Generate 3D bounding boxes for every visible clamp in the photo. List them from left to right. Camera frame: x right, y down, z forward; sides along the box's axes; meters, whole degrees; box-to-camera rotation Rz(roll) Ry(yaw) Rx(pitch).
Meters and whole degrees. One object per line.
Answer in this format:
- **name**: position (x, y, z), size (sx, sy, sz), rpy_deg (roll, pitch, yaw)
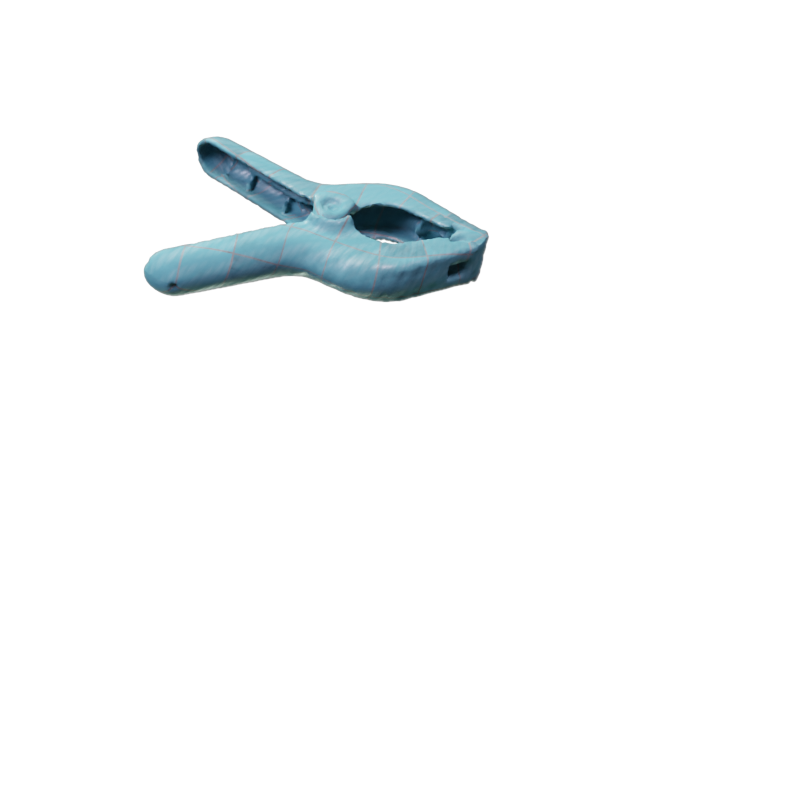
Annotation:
- **clamp**: position (-0.045, -0.082, 0.571), size (0.175, 0.126, 0.036), rpy_deg (13, -40, 11)
